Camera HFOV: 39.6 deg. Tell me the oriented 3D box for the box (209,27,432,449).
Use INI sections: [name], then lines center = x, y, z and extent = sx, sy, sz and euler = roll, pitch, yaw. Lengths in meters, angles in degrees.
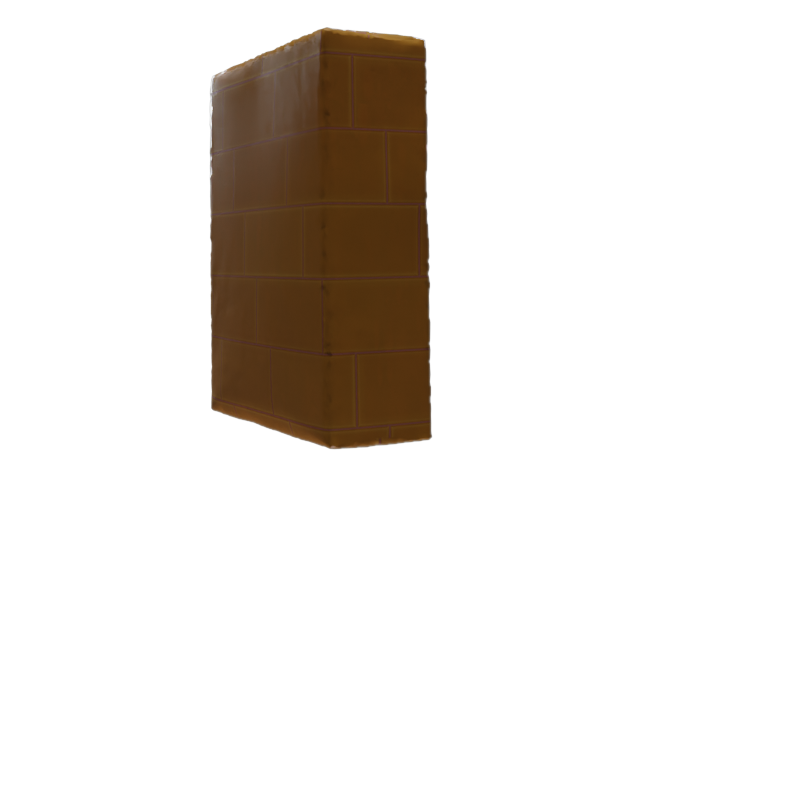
[box]
center = -0.050, -0.091, 0.639
extent = 0.069, 0.214, 0.170
euler = 0, 2, -30
